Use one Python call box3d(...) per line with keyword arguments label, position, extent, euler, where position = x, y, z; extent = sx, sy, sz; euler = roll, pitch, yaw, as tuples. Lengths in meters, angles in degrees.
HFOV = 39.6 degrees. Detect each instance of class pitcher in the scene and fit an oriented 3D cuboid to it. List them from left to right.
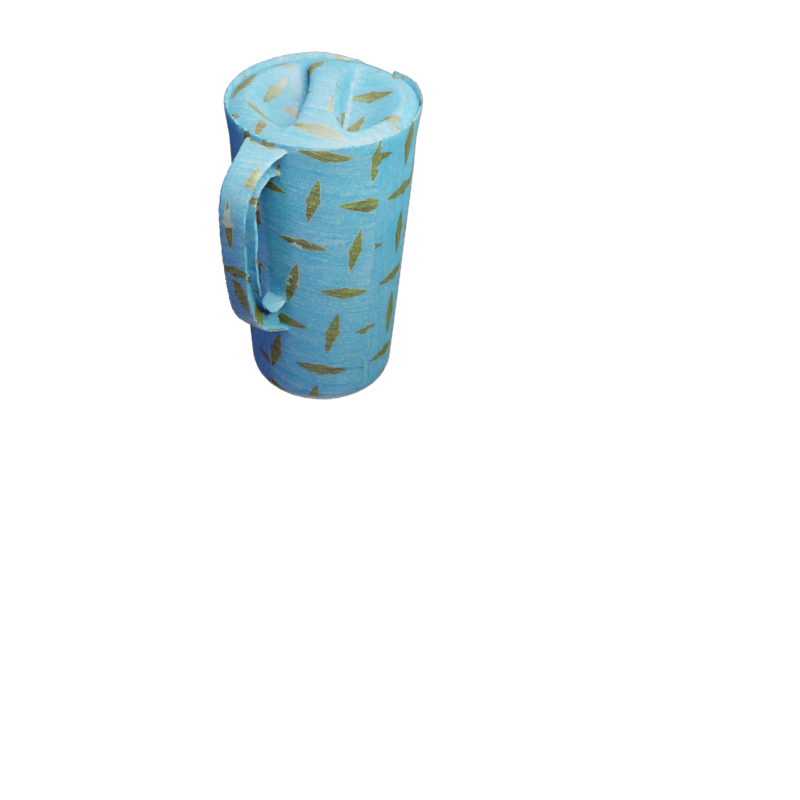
box3d(label="pitcher", position=(-0.063, -0.114, 0.800), extent=(0.147, 0.227, 0.157), euler=(-8, 41, -12))
